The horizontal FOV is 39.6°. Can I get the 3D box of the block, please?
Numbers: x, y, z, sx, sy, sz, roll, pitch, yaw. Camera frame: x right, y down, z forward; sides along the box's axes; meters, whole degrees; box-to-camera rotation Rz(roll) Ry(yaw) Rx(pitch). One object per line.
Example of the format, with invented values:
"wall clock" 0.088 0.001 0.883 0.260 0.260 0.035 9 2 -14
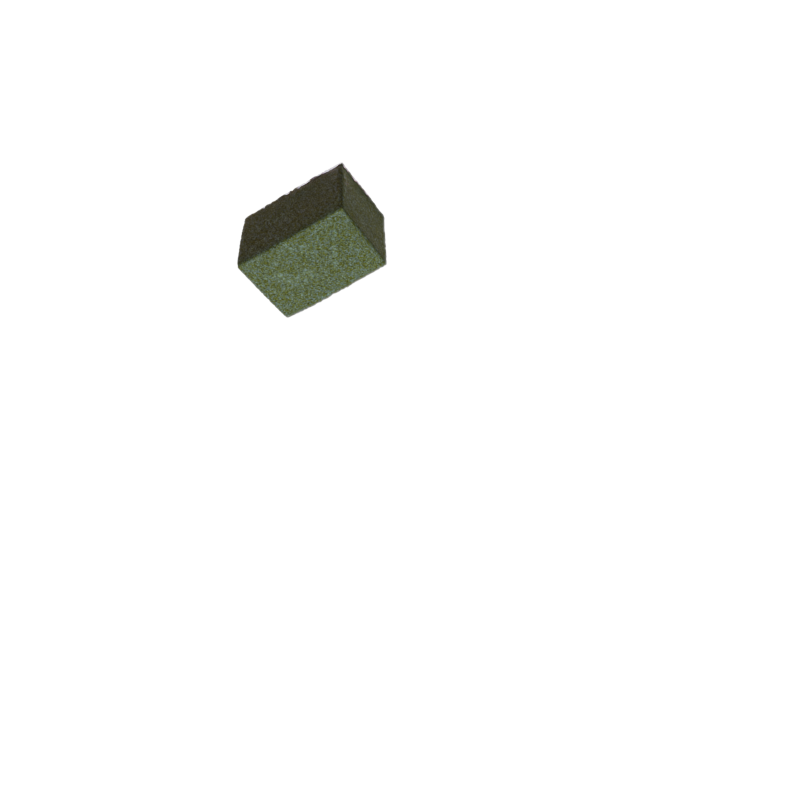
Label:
"block" -0.054 -0.098 0.689 0.078 0.055 0.049 -27 -54 19
